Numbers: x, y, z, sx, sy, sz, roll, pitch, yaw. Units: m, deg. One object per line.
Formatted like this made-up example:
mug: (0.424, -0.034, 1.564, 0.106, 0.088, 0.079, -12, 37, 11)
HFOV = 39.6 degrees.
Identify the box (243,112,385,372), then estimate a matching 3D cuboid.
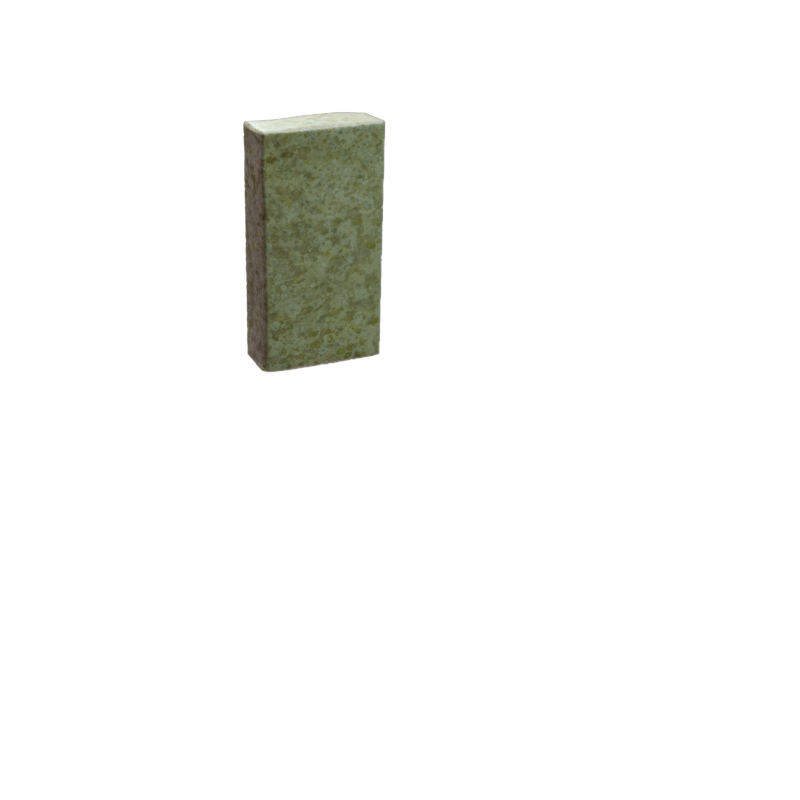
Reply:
box: (-0.061, -0.112, 0.781, 0.091, 0.169, 0.051, -8, 20, -24)
